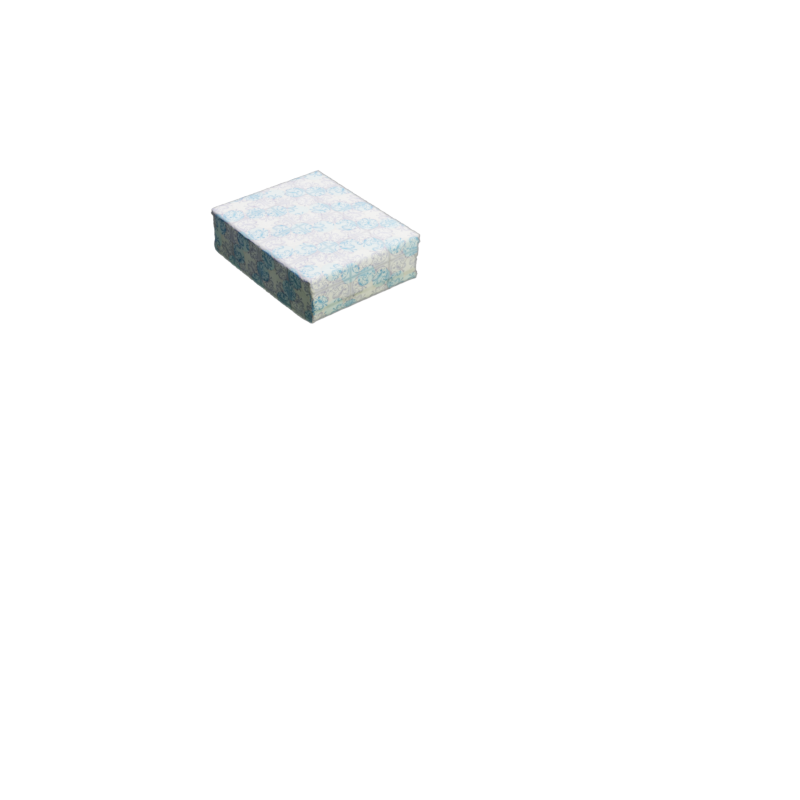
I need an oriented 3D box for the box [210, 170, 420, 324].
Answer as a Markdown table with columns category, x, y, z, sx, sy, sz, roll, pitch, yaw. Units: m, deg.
| category | x | y | z | sx | sy | sz | roll | pitch | yaw |
| --- | --- | --- | --- | --- | --- | --- | --- | --- | --- |
| box | -0.057 | -0.104 | 0.726 | 0.089 | 0.036 | 0.122 | -26 | 46 | -29 |
